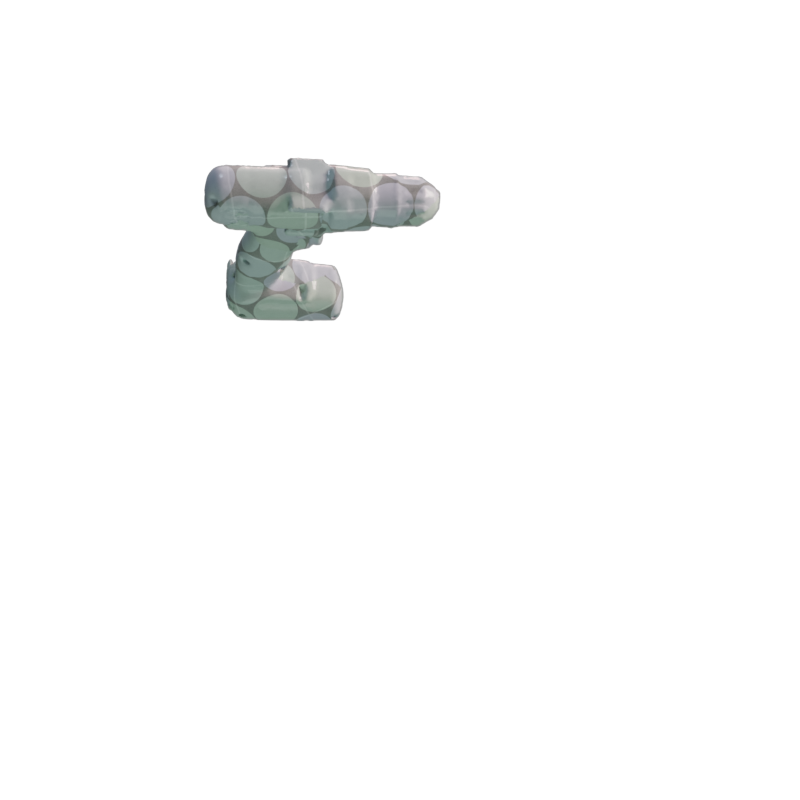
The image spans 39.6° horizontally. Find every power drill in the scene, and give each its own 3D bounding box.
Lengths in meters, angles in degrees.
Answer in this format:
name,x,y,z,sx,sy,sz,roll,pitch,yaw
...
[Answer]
name,x,y,z,sx,sy,sz,roll,pitch,yaw
power drill,-0.072,-0.132,0.922,0.183,0.061,0.178,4,-27,-8
